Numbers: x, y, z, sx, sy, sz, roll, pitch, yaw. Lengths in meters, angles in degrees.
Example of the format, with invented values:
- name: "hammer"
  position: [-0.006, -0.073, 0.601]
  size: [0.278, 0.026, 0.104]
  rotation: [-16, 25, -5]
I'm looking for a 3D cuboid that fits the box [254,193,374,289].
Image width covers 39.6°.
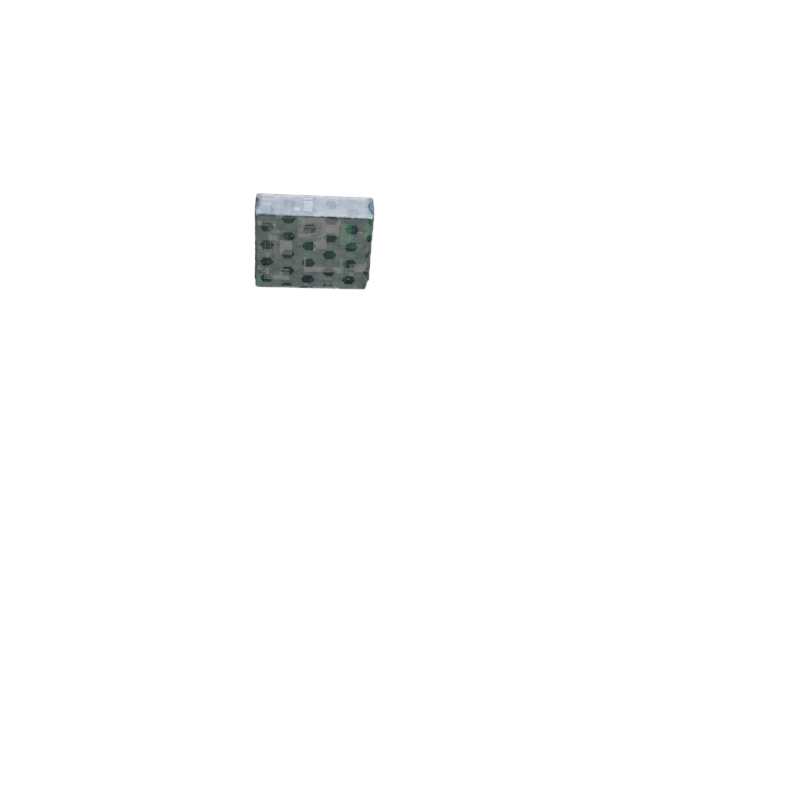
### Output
- name: "box"
  position: [-0.066, -0.120, 0.843]
  size: [0.089, 0.032, 0.068]
  rotation: [2, -45, -2]
